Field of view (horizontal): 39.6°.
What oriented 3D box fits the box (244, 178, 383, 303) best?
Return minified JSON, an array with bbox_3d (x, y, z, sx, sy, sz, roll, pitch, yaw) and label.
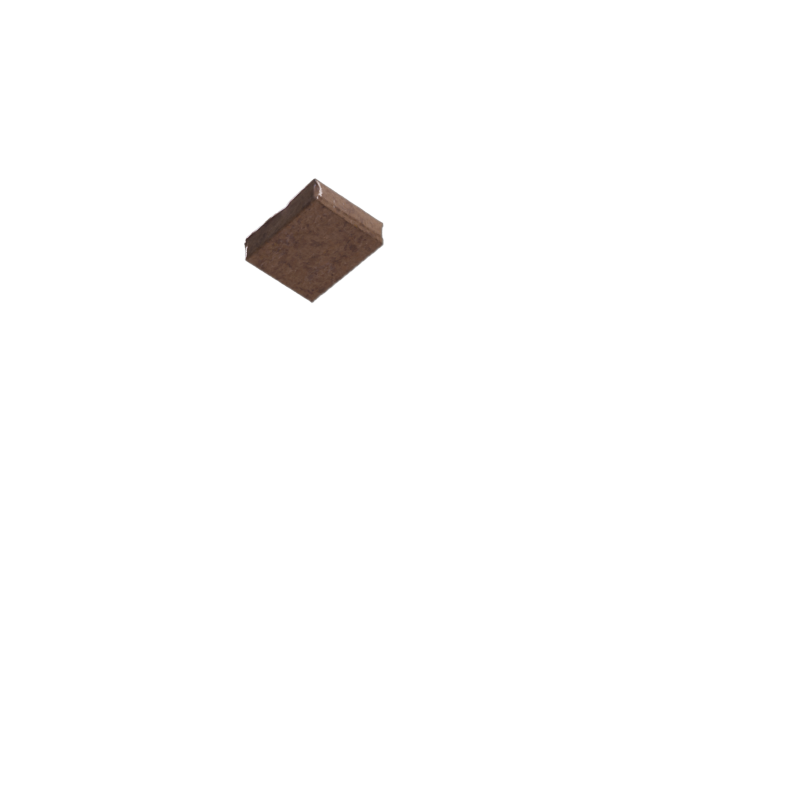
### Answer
[{"bbox_3d":[-0.069,-0.126,0.881,0.069,0.032,0.088,32,-52,-30],"label":"box"}]
